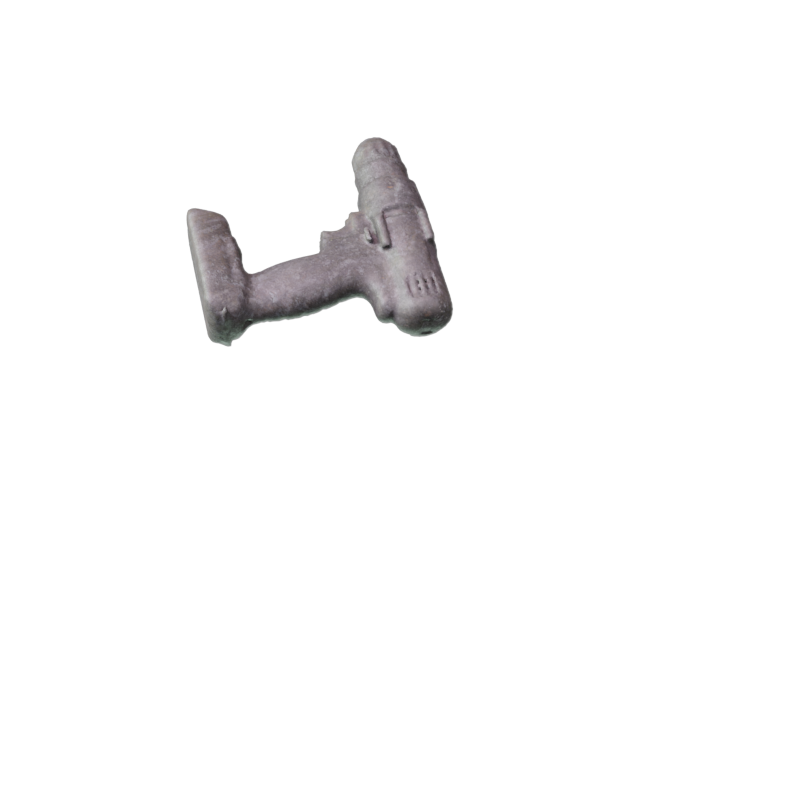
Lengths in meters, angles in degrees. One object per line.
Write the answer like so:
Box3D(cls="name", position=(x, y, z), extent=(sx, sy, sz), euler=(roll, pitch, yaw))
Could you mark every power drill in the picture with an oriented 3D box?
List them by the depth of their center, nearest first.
Box3D(cls="power drill", position=(-0.067, -0.122, 0.856), extent=(0.186, 0.199, 0.054), euler=(-11, -35, -8))
